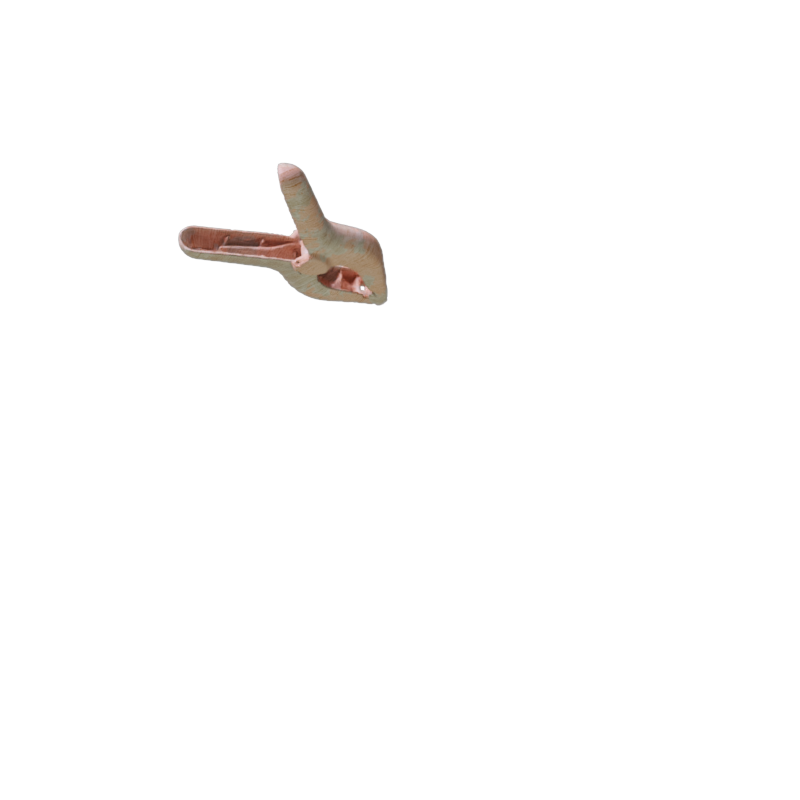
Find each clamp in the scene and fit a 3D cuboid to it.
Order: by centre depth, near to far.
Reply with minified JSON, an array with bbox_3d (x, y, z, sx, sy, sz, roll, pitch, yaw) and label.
[{"bbox_3d":[-0.065,-0.118,0.824,0.162,0.041,0.120,16,-28,-34],"label":"clamp"}]
